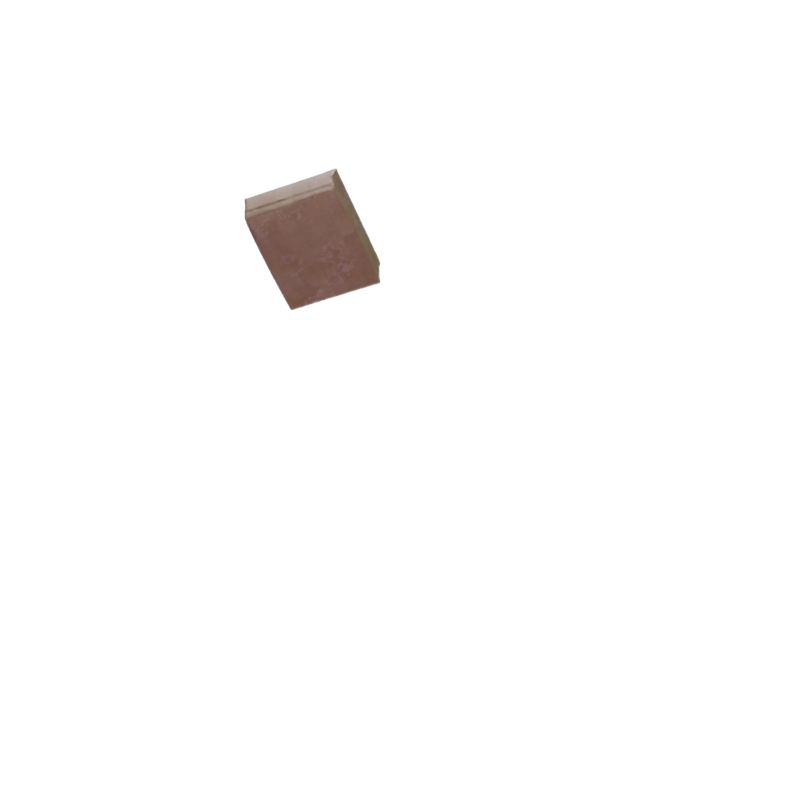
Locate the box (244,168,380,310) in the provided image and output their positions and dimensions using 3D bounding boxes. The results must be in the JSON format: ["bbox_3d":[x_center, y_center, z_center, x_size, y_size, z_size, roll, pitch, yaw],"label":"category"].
[{"bbox_3d":[-0.078,-0.142,0.992,0.090,0.105,0.042,-17,38,13],"label":"box"}]
